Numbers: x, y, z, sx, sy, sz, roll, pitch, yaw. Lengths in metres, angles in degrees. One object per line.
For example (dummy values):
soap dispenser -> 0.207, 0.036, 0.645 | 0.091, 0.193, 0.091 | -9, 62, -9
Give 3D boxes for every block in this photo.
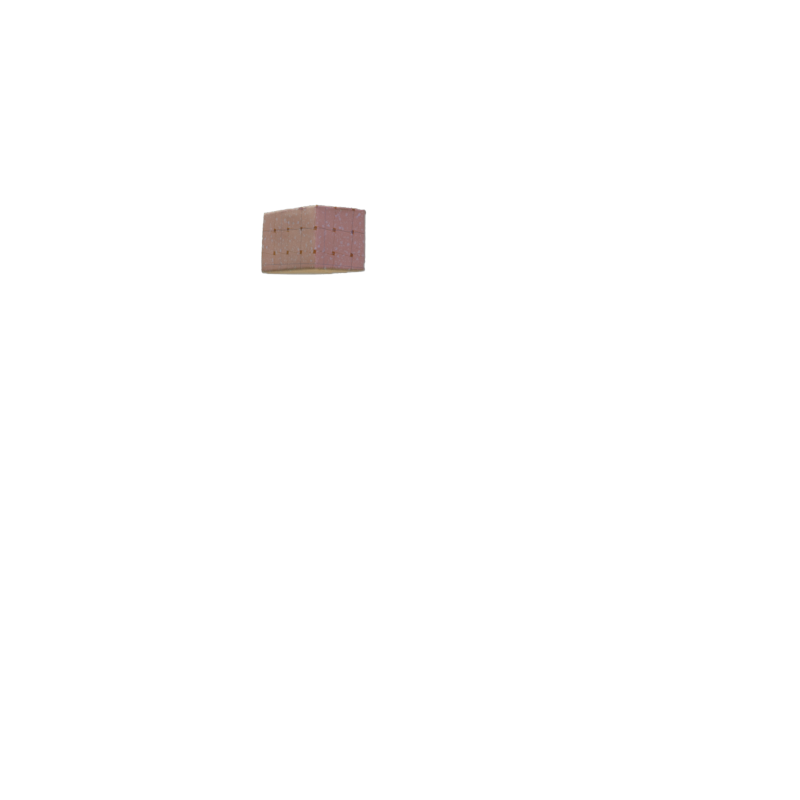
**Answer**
block -> -0.071, -0.130, 0.909 | 0.051, 0.052, 0.081 | 0, 0, -39
